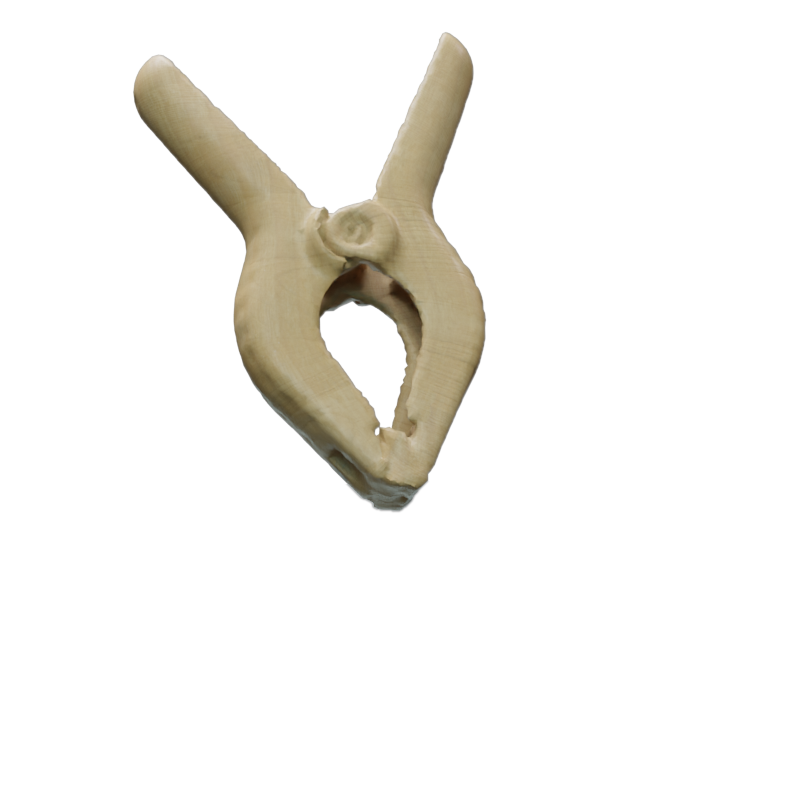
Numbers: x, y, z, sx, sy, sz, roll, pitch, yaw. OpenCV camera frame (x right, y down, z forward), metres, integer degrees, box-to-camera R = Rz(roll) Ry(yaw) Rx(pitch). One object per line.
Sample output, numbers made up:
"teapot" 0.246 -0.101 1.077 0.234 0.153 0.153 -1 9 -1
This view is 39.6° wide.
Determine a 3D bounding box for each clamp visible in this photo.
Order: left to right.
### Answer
"clamp" -0.028 -0.052 0.361 0.120 0.183 0.037 -3 -29 -2
